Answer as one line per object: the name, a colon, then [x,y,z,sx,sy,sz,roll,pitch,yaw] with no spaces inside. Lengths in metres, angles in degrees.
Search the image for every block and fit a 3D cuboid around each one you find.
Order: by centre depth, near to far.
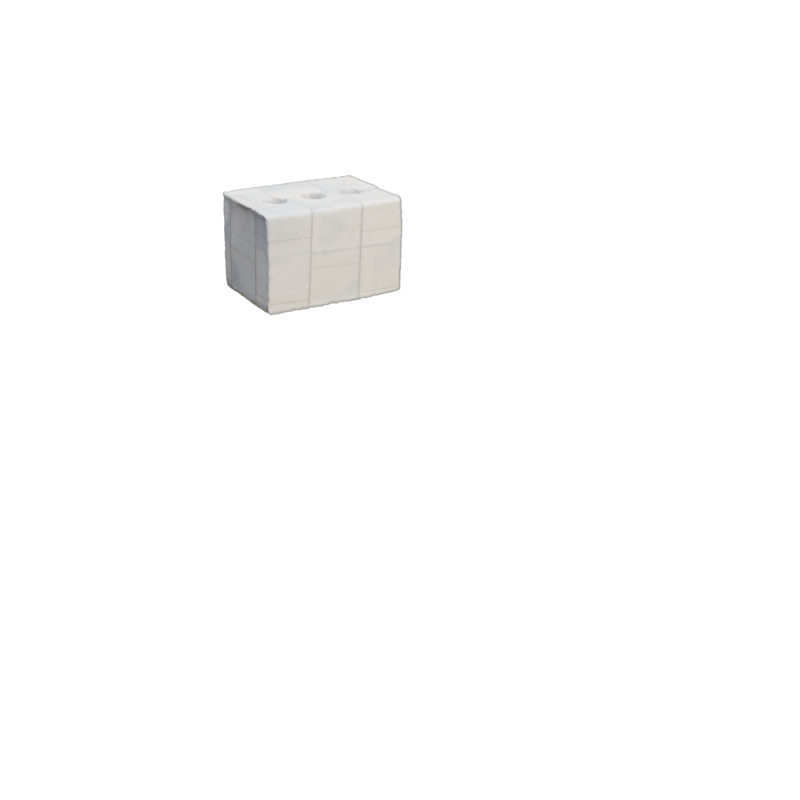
block: [-0.044,-0.080,0.564,0.076,0.049,0.056,-13,25,-29]
